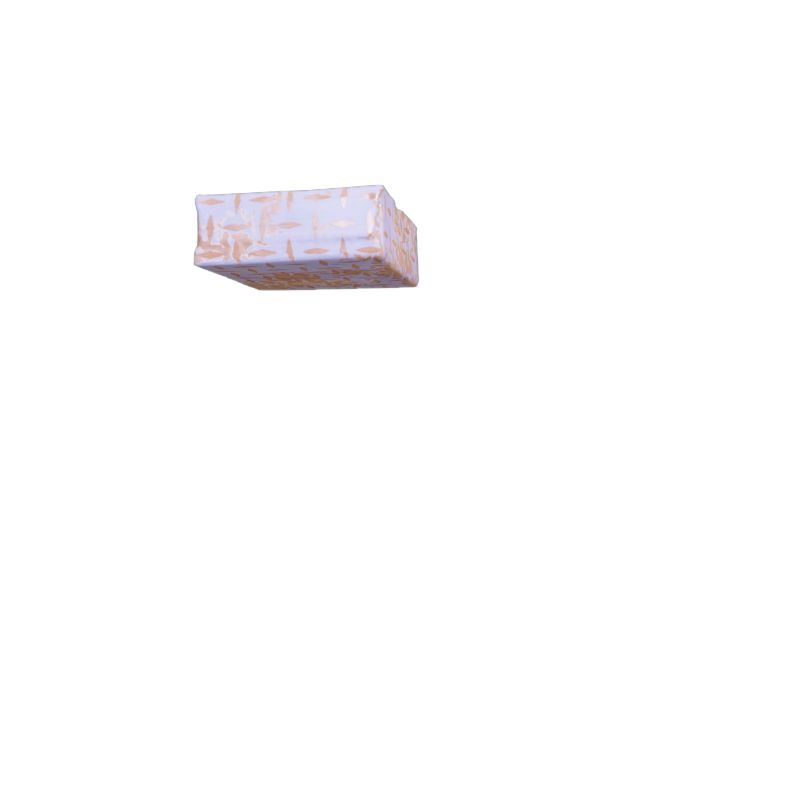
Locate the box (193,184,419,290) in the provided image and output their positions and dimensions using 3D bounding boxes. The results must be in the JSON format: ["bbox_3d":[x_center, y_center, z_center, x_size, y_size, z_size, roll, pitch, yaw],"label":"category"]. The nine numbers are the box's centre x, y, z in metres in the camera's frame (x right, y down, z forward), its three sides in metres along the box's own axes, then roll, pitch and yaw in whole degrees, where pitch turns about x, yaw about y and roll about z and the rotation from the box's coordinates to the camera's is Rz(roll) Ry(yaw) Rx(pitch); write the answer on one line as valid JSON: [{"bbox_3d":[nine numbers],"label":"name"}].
[{"bbox_3d":[-0.035,-0.064,0.449,0.074,0.031,0.086,-1,-3,12],"label":"box"}]
